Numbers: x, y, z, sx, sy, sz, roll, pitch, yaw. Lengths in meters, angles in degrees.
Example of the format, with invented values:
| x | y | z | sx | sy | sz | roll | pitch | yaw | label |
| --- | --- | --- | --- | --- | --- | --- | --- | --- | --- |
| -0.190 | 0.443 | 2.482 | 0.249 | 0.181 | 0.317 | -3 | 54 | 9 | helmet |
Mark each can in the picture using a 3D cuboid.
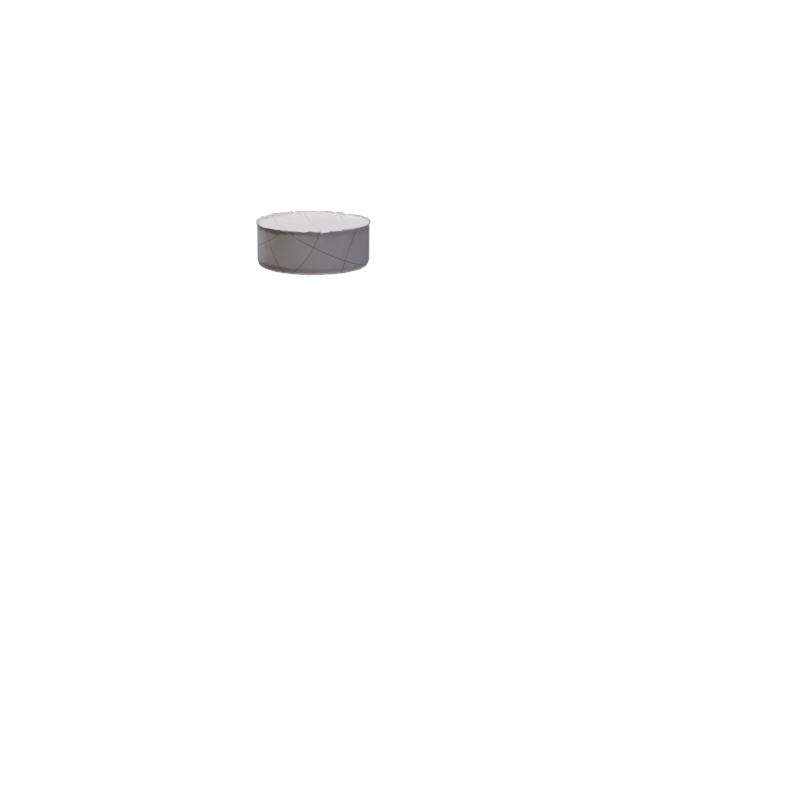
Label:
| x | y | z | sx | sy | sz | roll | pitch | yaw | label |
| --- | --- | --- | --- | --- | --- | --- | --- | --- | --- |
| -0.065 | -0.119 | 0.833 | 0.086 | 0.032 | 0.089 | -1 | 18 | -2 | can |
